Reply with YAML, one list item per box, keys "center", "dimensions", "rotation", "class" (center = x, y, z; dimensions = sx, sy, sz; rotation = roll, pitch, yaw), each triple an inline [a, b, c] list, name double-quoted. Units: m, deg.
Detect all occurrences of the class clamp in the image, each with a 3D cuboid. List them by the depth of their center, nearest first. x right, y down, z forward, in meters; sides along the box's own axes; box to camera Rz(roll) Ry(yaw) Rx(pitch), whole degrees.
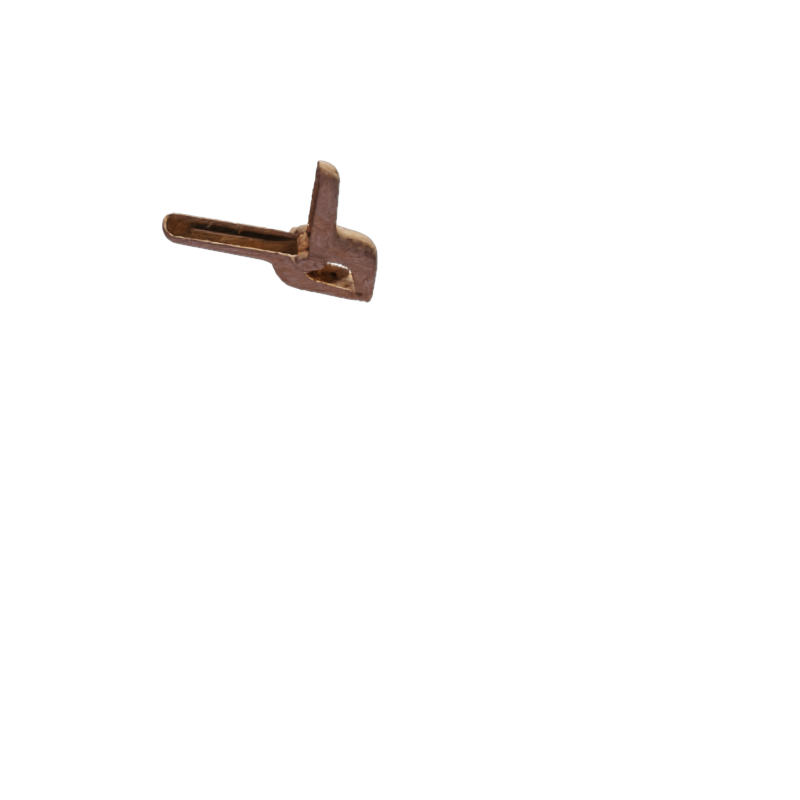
- center: [-0.074, -0.135, 0.943]
  dimensions: [0.167, 0.038, 0.196]
  rotation: [-16, -26, 34]
  class: "clamp"
